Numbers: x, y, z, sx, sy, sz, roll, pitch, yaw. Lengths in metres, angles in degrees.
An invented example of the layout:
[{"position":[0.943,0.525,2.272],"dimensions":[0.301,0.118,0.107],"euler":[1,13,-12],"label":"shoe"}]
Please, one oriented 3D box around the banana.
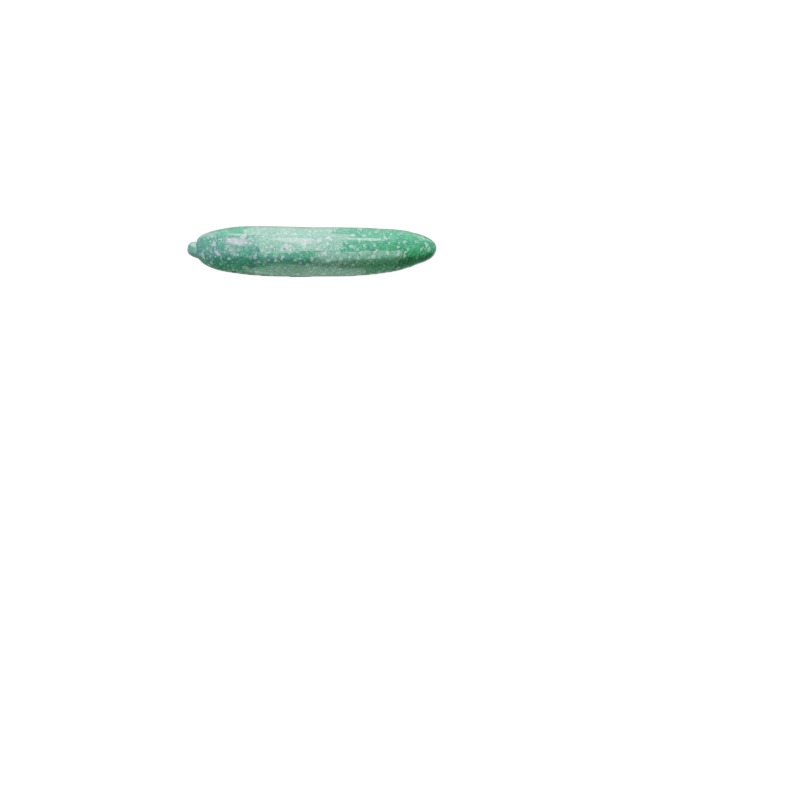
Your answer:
[{"position":[-0.072,-0.116,0.846],"dimensions":[0.199,0.035,0.072],"euler":[2,20,6],"label":"banana"}]
